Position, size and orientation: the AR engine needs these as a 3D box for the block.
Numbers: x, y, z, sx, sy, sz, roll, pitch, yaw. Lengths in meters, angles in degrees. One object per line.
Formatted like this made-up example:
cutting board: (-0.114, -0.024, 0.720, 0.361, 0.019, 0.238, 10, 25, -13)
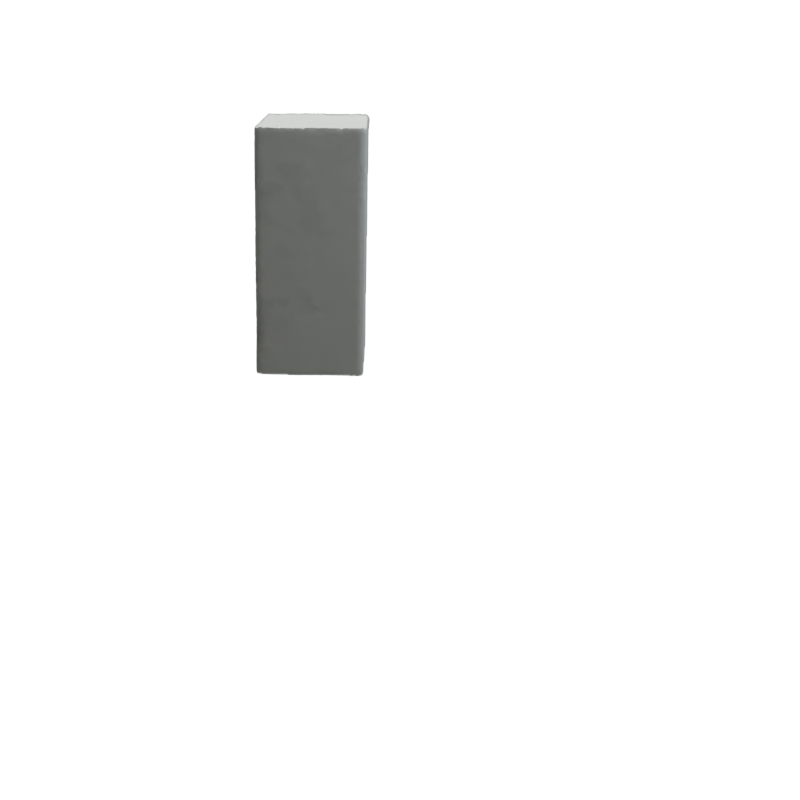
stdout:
block: (-0.072, -0.133, 0.933, 0.090, 0.199, 0.093, 1, 15, 2)
